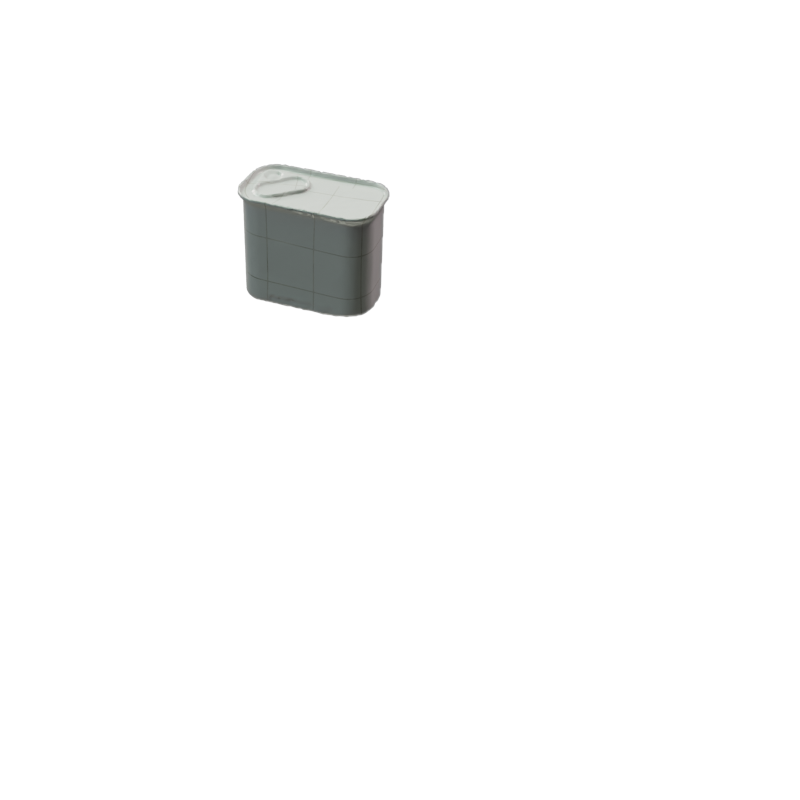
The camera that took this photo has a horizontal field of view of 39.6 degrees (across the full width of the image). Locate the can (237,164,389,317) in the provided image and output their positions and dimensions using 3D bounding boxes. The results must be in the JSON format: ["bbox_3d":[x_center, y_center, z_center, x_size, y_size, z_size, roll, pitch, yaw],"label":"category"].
[{"bbox_3d":[-0.061,-0.111,0.781,0.105,0.078,0.059,14,36,17],"label":"can"}]
